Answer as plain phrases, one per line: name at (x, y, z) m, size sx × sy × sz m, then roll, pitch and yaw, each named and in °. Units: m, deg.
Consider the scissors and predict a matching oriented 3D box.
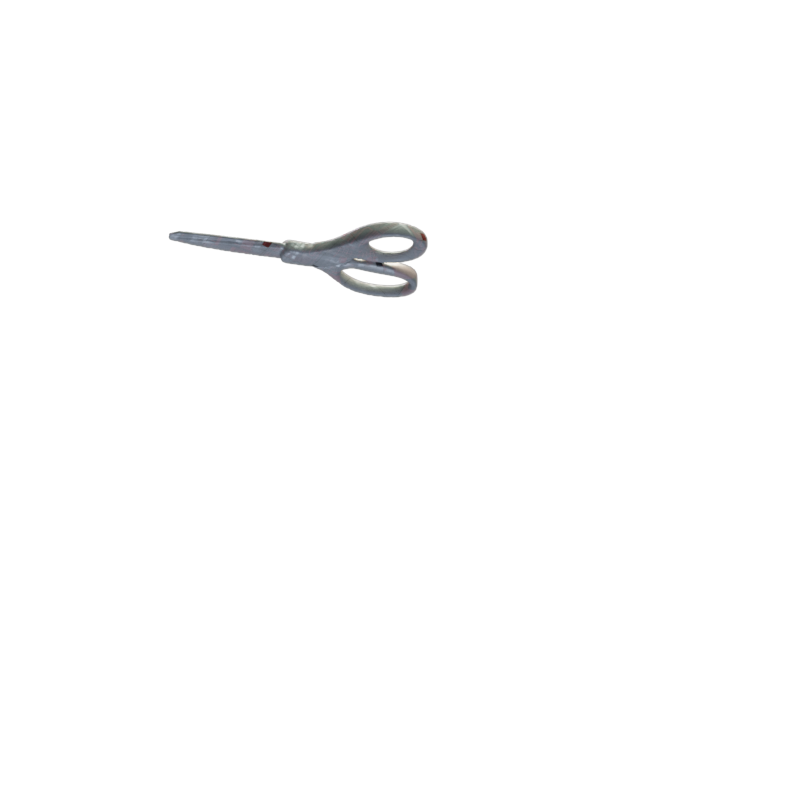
scissors at (-0.067, -0.122, 0.852) m, size 0.193 × 0.017 × 0.094 m, roll 16°, pitch -35°, yaw -24°
